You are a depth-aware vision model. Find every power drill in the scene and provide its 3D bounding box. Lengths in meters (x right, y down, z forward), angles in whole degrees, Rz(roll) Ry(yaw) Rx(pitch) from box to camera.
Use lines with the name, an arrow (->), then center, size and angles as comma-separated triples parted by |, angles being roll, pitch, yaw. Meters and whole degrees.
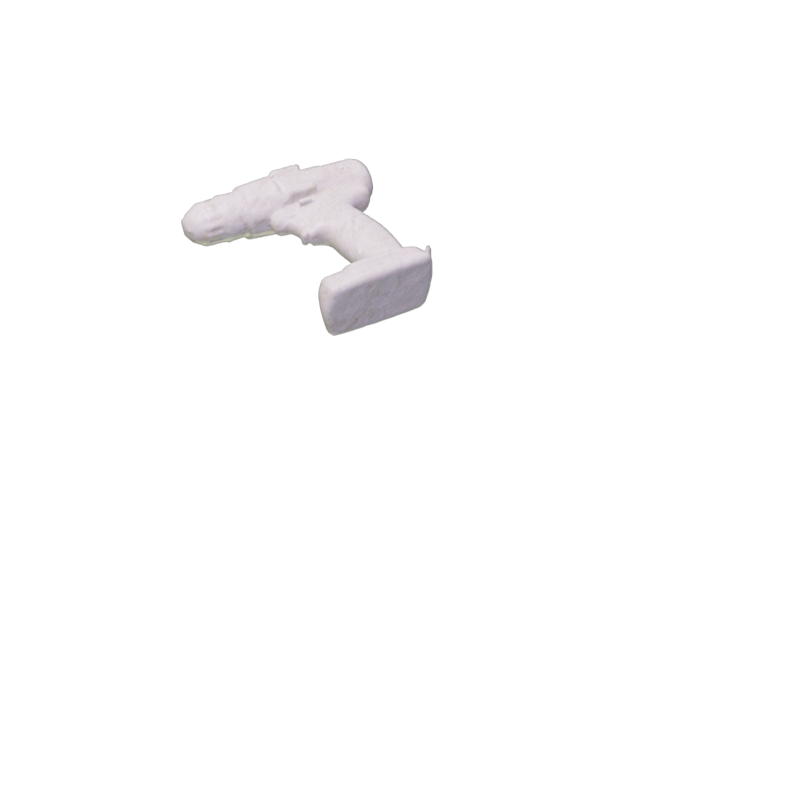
power drill -> -0.075, -0.137, 0.958 | 0.183, 0.053, 0.203 | -21, 47, -21
